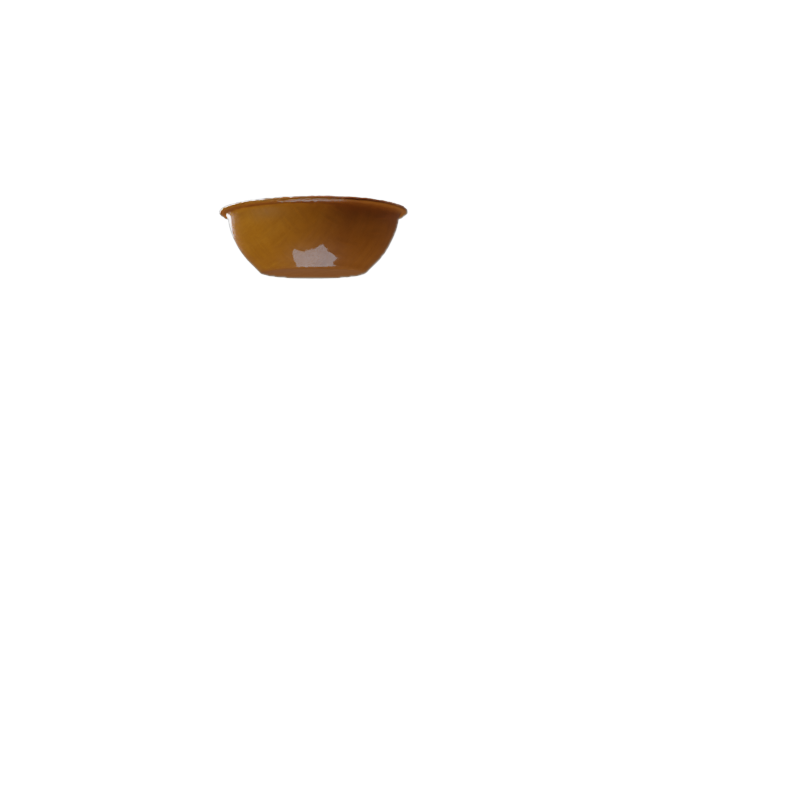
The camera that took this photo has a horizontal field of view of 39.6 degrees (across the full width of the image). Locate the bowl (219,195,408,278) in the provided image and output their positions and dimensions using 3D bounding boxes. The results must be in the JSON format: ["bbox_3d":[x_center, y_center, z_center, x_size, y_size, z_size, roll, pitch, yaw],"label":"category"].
[{"bbox_3d":[-0.074,-0.135,0.948,0.162,0.056,0.161,0,0,-2],"label":"bowl"}]
